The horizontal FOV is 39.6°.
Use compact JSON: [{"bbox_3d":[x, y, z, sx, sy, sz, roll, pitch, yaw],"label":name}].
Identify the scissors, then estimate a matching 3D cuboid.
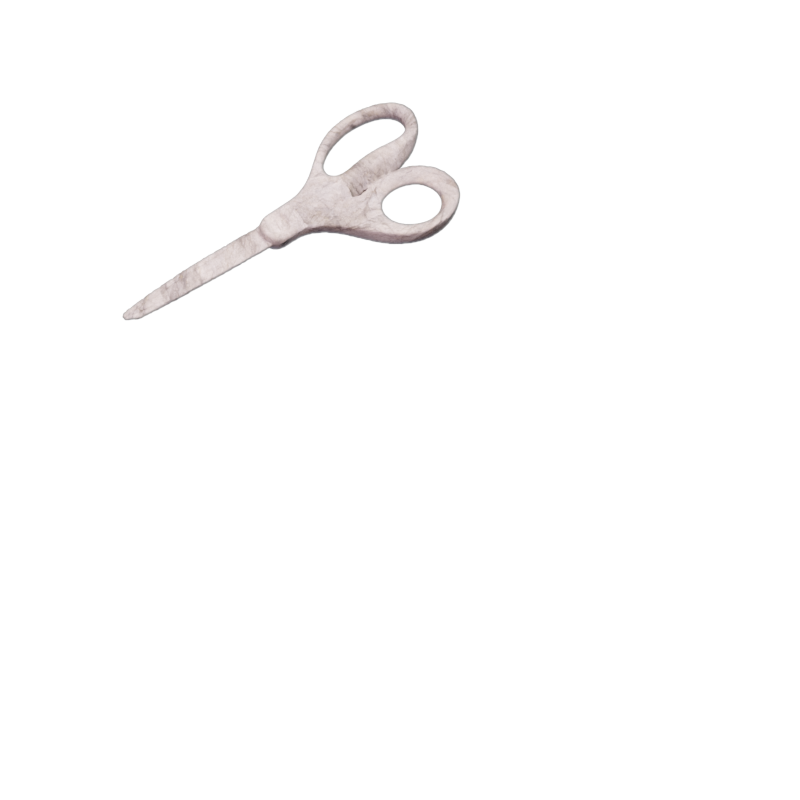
[{"bbox_3d":[-0.048,-0.087,0.608,0.100,0.205,0.015,36,-21,16],"label":"scissors"}]
